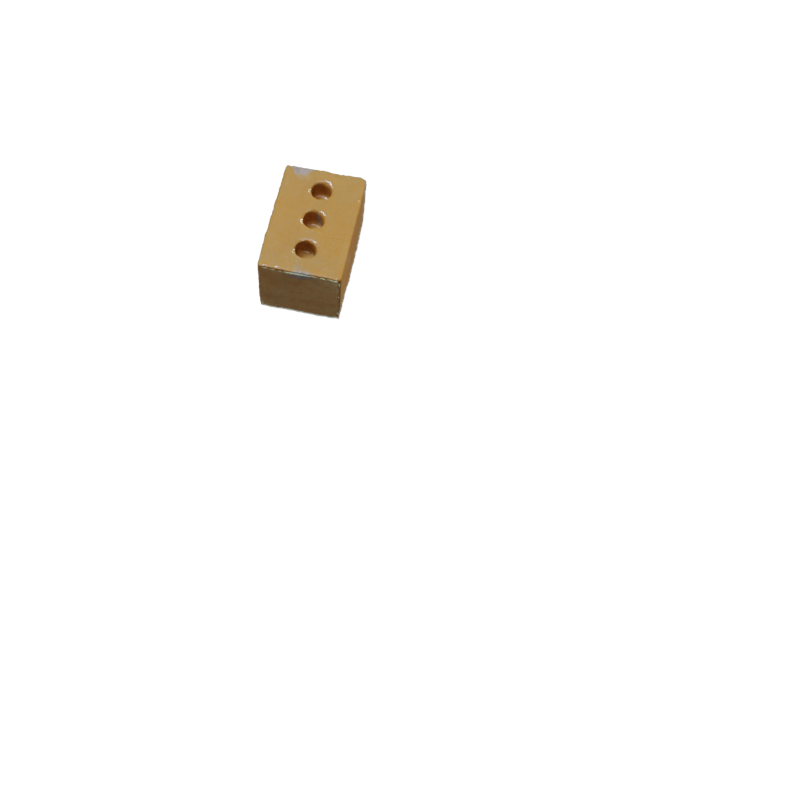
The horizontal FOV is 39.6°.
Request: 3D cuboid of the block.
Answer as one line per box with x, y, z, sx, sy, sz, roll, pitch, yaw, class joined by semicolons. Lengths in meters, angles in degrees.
-0.054;-0.099;0.691;0.053;0.082;0.048;10;-29;3;block
